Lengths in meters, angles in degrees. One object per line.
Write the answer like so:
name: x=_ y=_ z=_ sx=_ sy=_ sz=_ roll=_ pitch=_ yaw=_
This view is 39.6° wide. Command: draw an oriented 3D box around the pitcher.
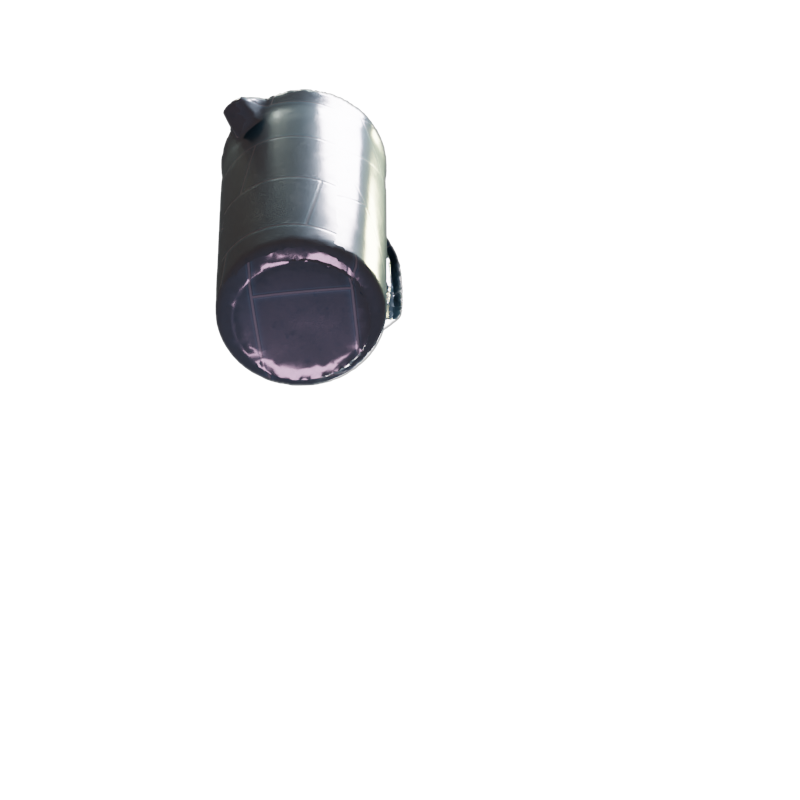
pitcher: x=-0.062 y=-0.114 z=0.797 sx=0.148 sy=0.137 sz=0.259 roll=3 pitch=33 yaw=-5
